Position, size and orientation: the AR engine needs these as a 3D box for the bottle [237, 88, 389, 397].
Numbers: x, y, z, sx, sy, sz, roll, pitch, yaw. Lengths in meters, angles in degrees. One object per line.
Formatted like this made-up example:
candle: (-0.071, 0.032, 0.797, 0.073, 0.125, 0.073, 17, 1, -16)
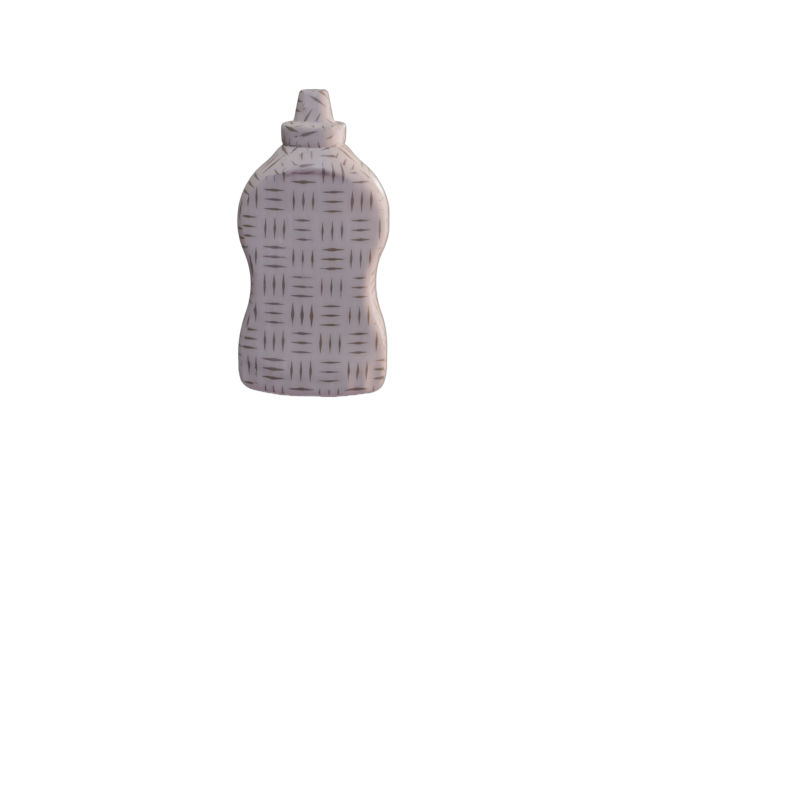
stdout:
bottle: (-0.055, -0.101, 0.705, 0.097, 0.186, 0.060, 2, 14, 5)
